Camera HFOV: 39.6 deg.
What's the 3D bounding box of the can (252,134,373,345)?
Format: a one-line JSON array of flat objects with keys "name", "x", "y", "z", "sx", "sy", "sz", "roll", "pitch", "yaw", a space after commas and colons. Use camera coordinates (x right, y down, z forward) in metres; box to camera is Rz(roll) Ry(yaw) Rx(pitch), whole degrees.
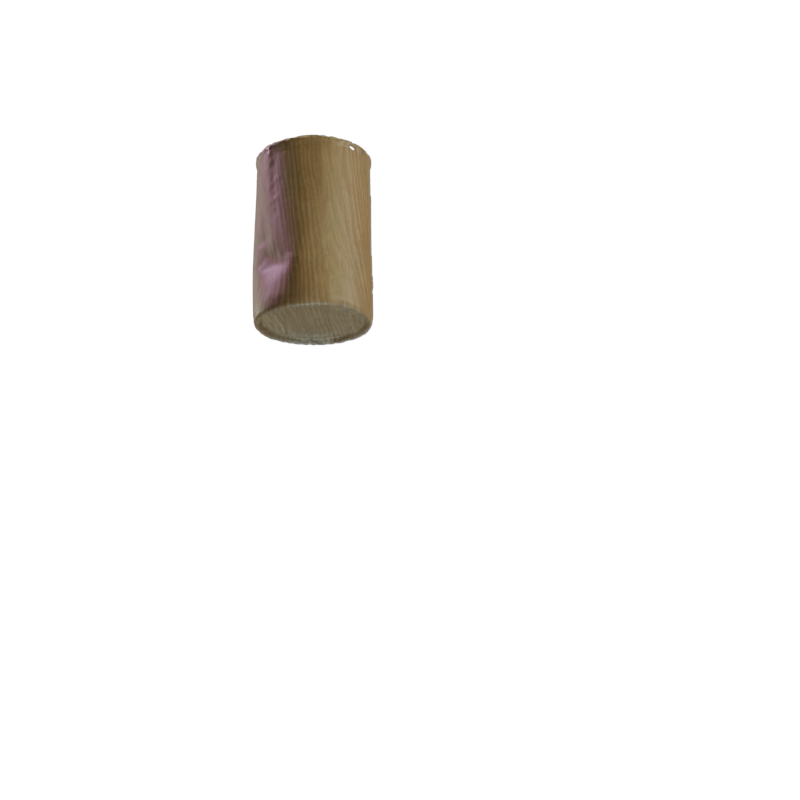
[{"name": "can", "x": -0.049, "y": -0.090, "z": 0.629, "sx": 0.068, "sy": 0.108, "sz": 0.065, "roll": 0, "pitch": -22, "yaw": -2}]
